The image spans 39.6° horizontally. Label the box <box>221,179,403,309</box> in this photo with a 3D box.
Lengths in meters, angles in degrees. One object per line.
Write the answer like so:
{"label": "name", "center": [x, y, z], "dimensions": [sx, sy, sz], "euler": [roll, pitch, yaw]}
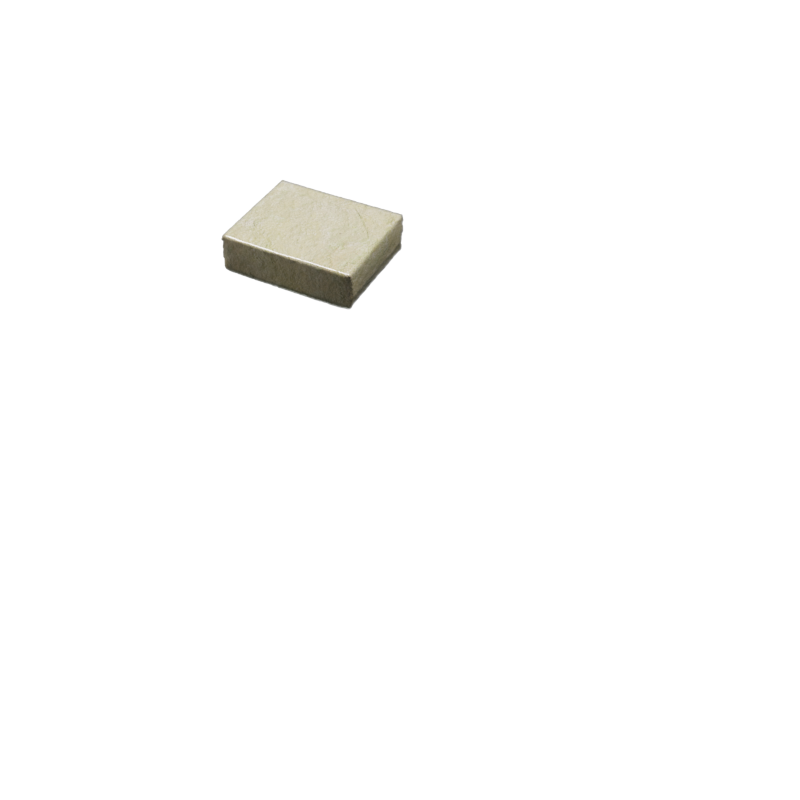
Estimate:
{"label": "box", "center": [-0.067, -0.122, 0.855], "dimensions": [0.118, 0.036, 0.092], "euler": [20, 45, 20]}
